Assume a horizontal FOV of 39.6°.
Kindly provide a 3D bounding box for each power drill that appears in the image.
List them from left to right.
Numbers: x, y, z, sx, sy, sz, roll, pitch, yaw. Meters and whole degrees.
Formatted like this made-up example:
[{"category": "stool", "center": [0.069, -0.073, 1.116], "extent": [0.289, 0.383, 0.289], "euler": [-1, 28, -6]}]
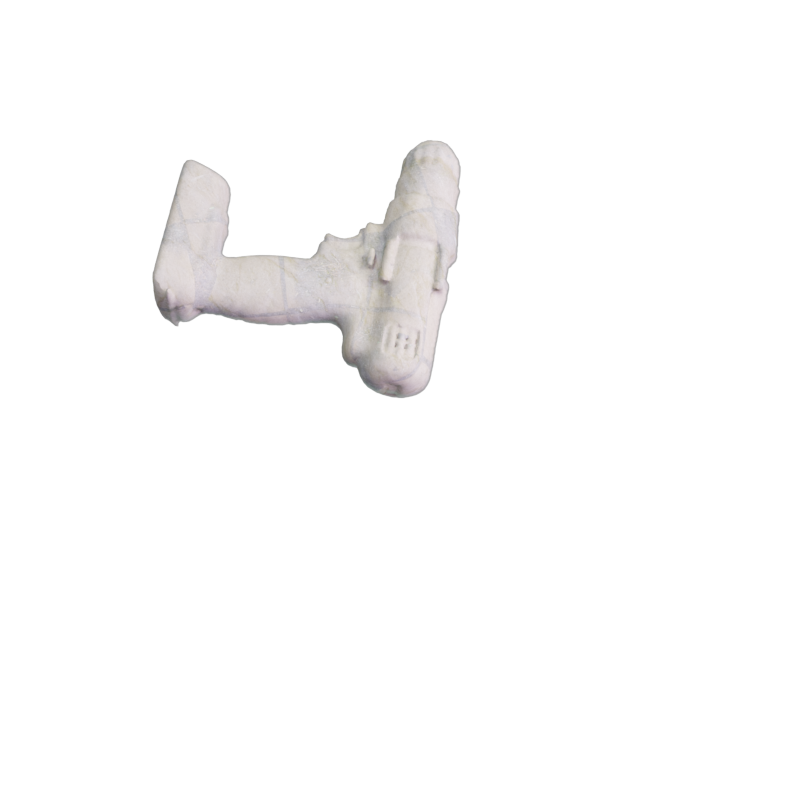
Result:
[{"category": "power drill", "center": [-0.057, -0.104, 0.725], "extent": [0.189, 0.194, 0.054], "euler": [9, -28, 4]}]
